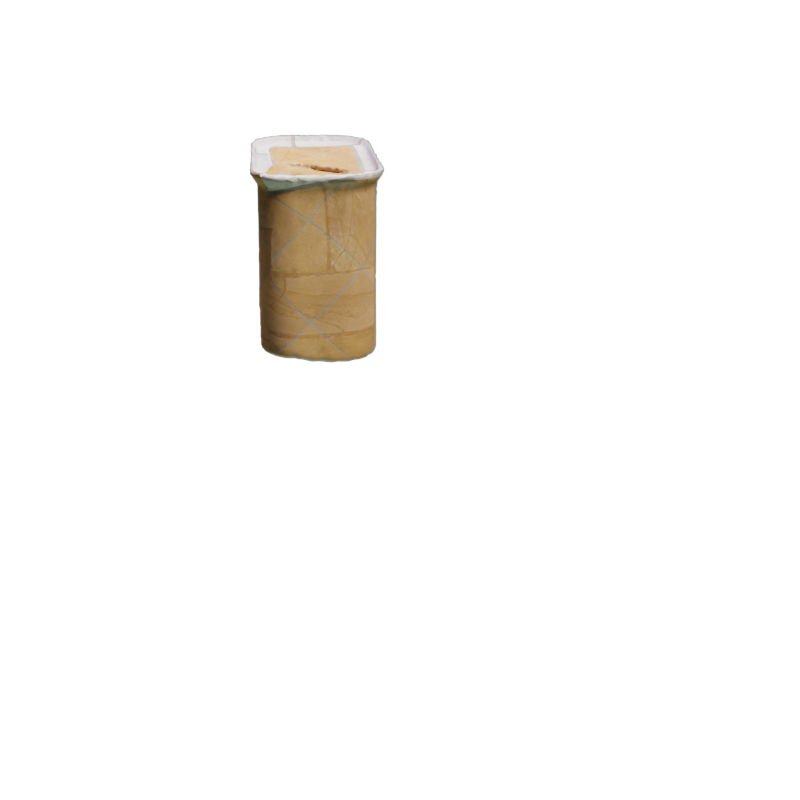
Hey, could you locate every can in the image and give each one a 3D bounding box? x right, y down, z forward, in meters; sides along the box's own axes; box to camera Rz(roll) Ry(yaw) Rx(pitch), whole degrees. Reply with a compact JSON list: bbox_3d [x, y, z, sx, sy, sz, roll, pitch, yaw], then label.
[{"bbox_3d":[-0.040,-0.073,0.513,0.057,0.081,0.107,-1,20,-6],"label":"can"}]
